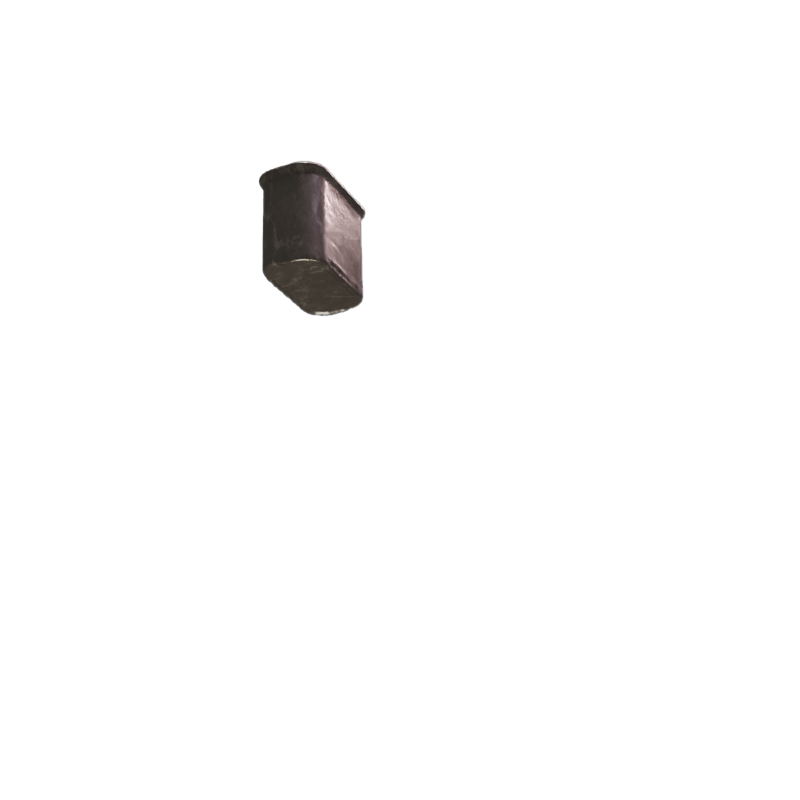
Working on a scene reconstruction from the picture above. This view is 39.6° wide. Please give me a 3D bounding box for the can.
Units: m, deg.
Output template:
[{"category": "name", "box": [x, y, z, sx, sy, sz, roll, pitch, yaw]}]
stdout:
[{"category": "can", "box": [-0.068, -0.123, 0.863, 0.058, 0.089, 0.095, -13, -28, 22]}]
